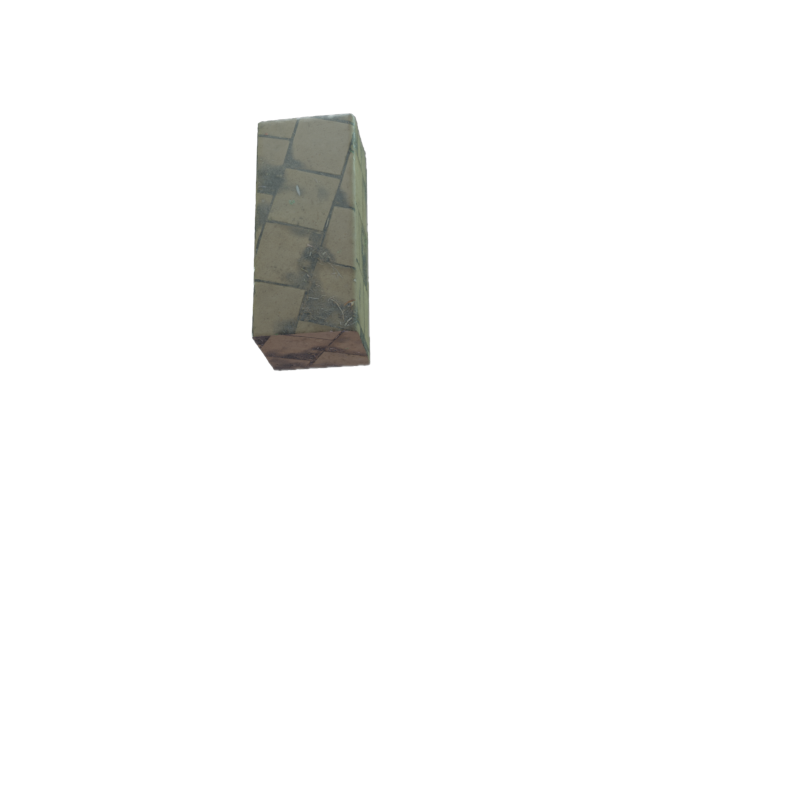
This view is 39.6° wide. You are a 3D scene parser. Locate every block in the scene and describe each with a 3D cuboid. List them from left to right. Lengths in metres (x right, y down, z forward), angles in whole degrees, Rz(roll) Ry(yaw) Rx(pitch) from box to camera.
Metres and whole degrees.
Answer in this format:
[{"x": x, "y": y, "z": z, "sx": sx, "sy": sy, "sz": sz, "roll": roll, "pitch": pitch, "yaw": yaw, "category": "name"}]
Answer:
[{"x": -0.076, "y": -0.141, "z": 0.983, "sx": 0.091, "sy": 0.217, "sz": 0.085, "roll": -5, "pitch": -23, "yaw": 7, "category": "block"}]
